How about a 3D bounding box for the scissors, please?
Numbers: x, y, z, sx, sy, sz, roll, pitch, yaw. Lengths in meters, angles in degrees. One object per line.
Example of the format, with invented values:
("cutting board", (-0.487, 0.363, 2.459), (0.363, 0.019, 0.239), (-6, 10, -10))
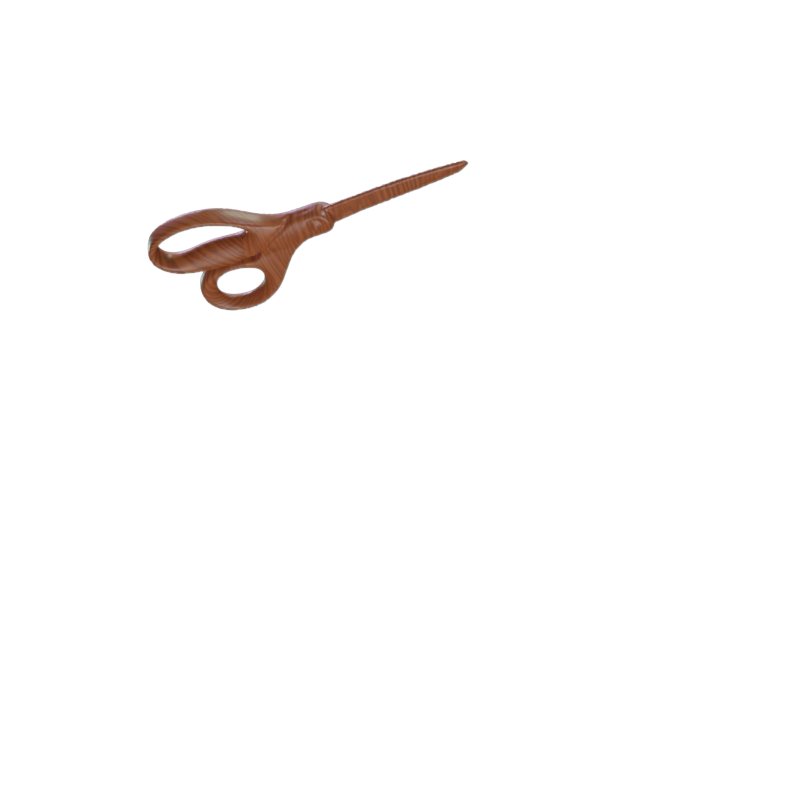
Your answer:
("scissors", (-0.053, -0.097, 0.677), (0.204, 0.017, 0.089), (-7, -36, 10))
